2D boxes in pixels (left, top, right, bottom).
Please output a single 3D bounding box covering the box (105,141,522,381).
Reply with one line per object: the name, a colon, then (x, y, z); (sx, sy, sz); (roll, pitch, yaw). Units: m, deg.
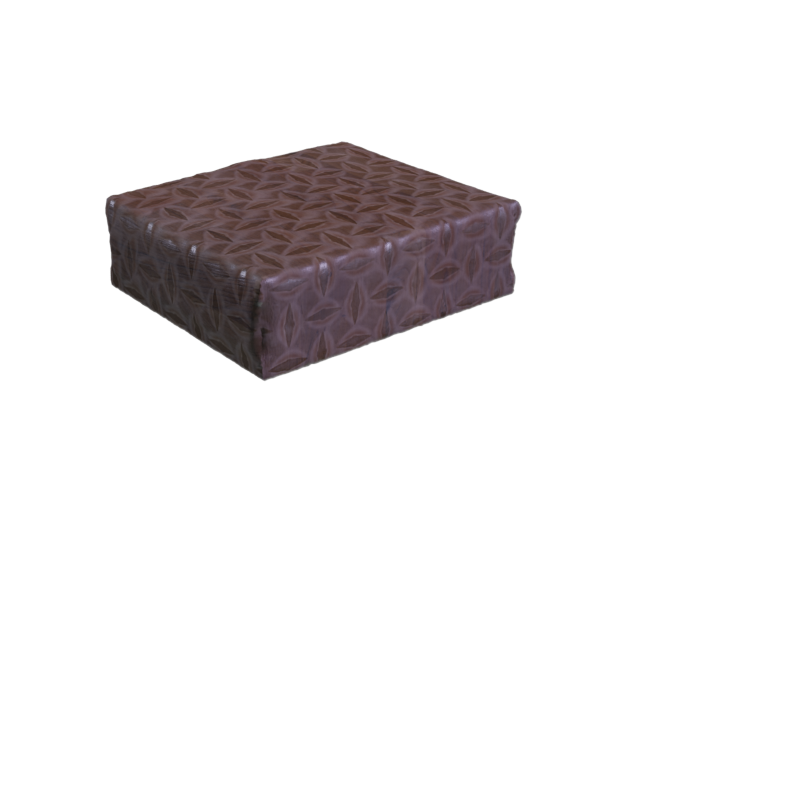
box: (-0.024, -0.043, 0.302); (0.088, 0.029, 0.078); (-22, 35, -35)
